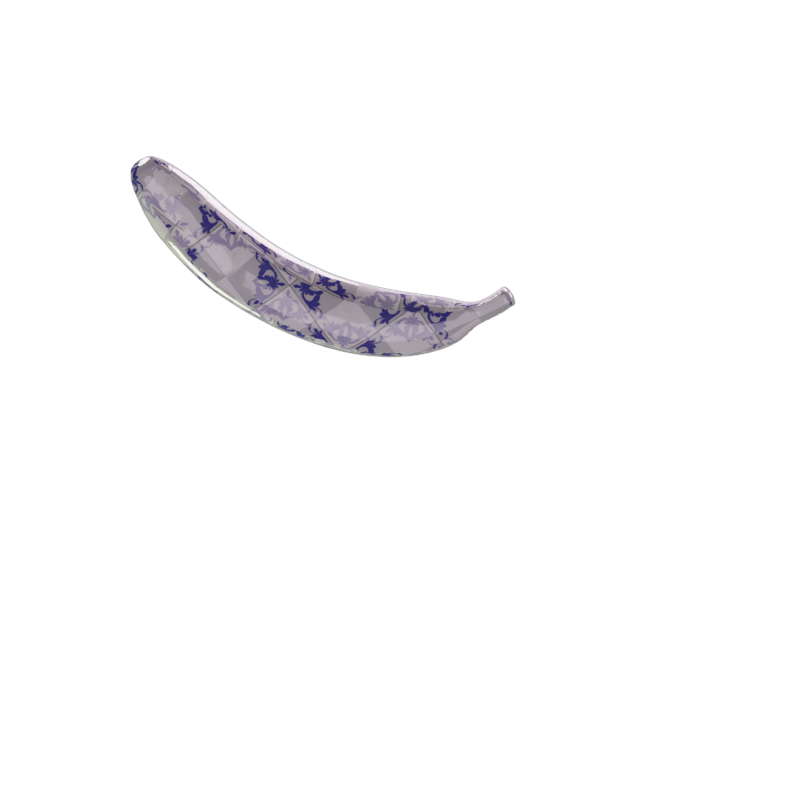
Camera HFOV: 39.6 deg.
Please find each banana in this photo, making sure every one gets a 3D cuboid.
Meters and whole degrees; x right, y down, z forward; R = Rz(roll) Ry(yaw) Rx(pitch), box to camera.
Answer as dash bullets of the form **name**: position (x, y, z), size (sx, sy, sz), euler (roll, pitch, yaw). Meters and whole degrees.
- **banana**: position (-0.046, -0.063, 0.555), size (0.194, 0.067, 0.039), euler (18, 27, -10)
